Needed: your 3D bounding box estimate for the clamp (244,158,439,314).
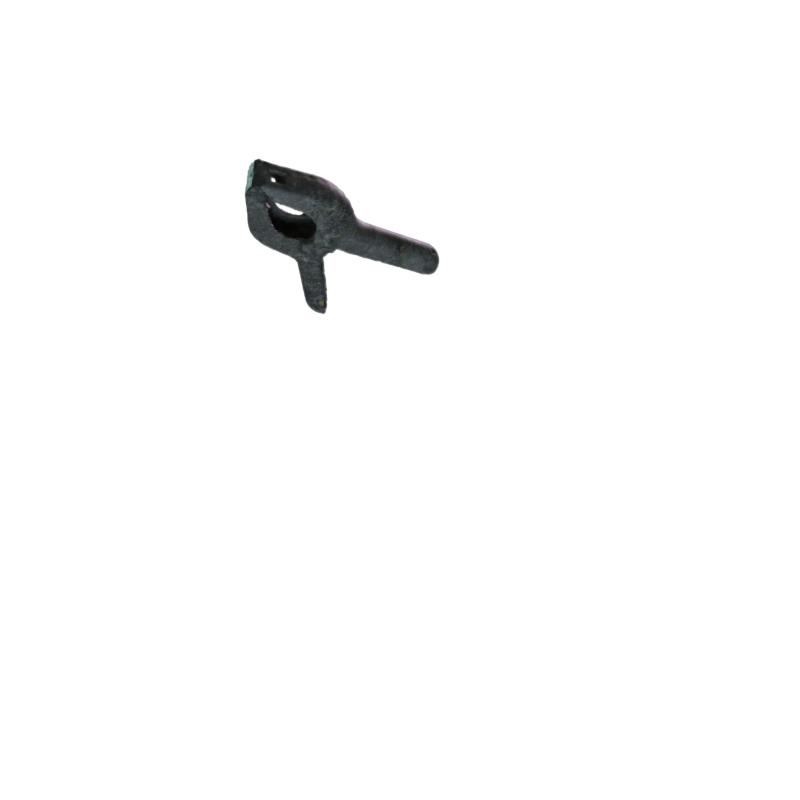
[{"bbox_3d":[-0.066,-0.121,0.847,0.119,0.042,0.160,-31,-48,32],"label":"clamp"}]
